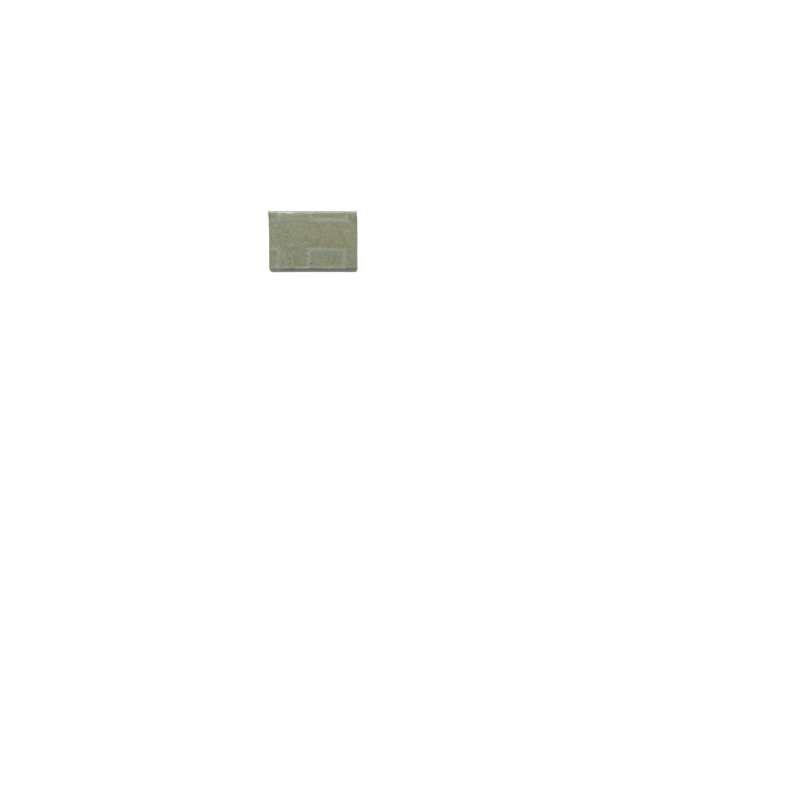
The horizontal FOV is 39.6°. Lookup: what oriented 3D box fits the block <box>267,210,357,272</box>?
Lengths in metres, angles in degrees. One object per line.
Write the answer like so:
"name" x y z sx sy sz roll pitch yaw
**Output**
"block" -0.075 -0.137 0.961 0.078 0.052 0.053 0 0 -2
